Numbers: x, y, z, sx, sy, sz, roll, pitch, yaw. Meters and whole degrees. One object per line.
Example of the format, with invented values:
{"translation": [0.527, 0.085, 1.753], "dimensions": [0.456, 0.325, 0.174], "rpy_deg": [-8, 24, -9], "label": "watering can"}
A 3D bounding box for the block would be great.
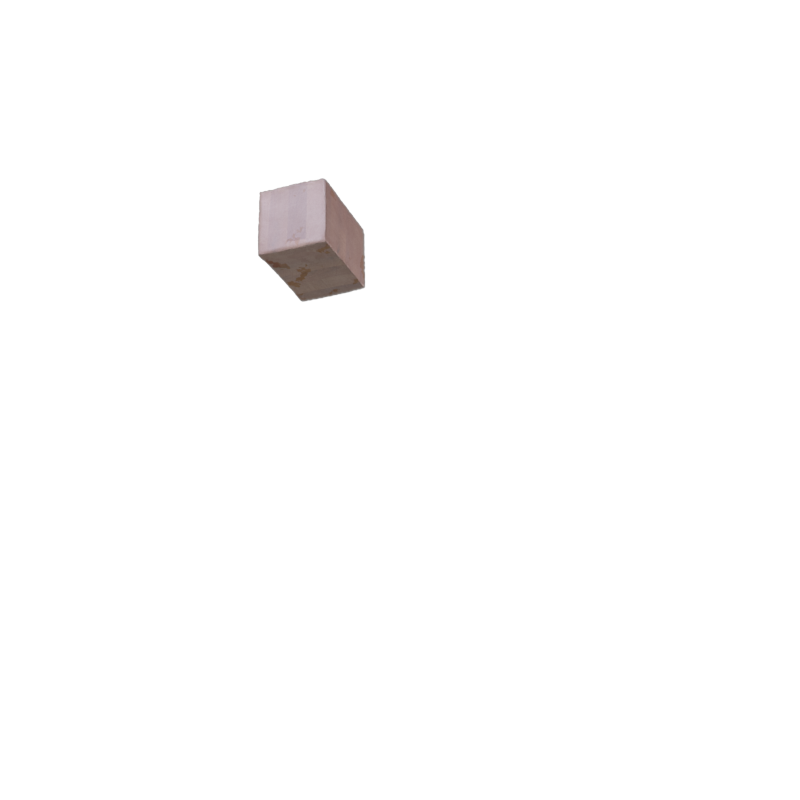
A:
{"translation": [-0.062, -0.113, 0.791], "dimensions": [0.053, 0.054, 0.072], "rpy_deg": [-10, -27, 17], "label": "block"}
